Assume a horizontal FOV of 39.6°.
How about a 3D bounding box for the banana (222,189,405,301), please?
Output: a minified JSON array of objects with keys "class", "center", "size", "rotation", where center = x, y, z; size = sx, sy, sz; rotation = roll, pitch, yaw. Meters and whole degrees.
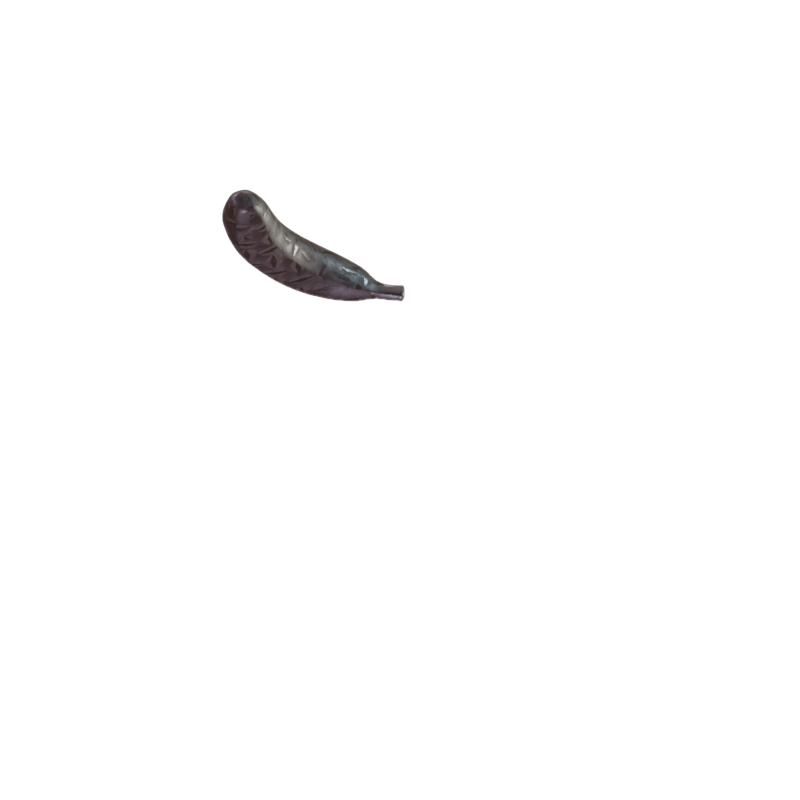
[{"class":"banana","center":[-0.075,-0.108,0.798],"size":[0.071,0.038,0.185],"rotation":[-12,-20,33]}]
